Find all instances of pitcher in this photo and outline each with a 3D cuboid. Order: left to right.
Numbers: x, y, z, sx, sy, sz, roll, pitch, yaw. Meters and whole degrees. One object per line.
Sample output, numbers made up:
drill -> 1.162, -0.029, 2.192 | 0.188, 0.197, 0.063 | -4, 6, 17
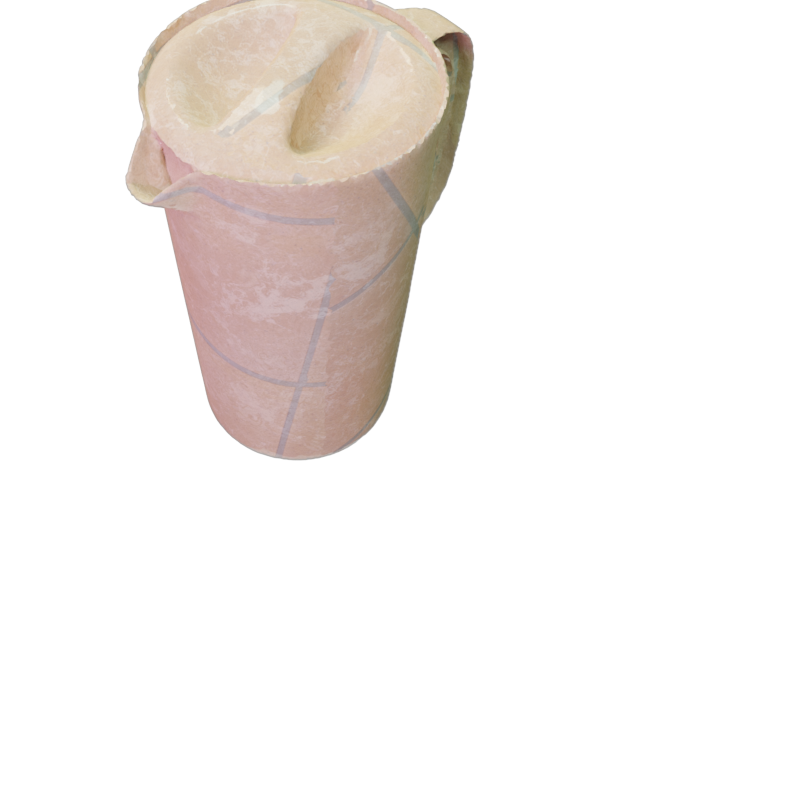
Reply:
pitcher -> -0.044, -0.080, 0.563 | 0.149, 0.155, 0.227 | 4, -37, 0
